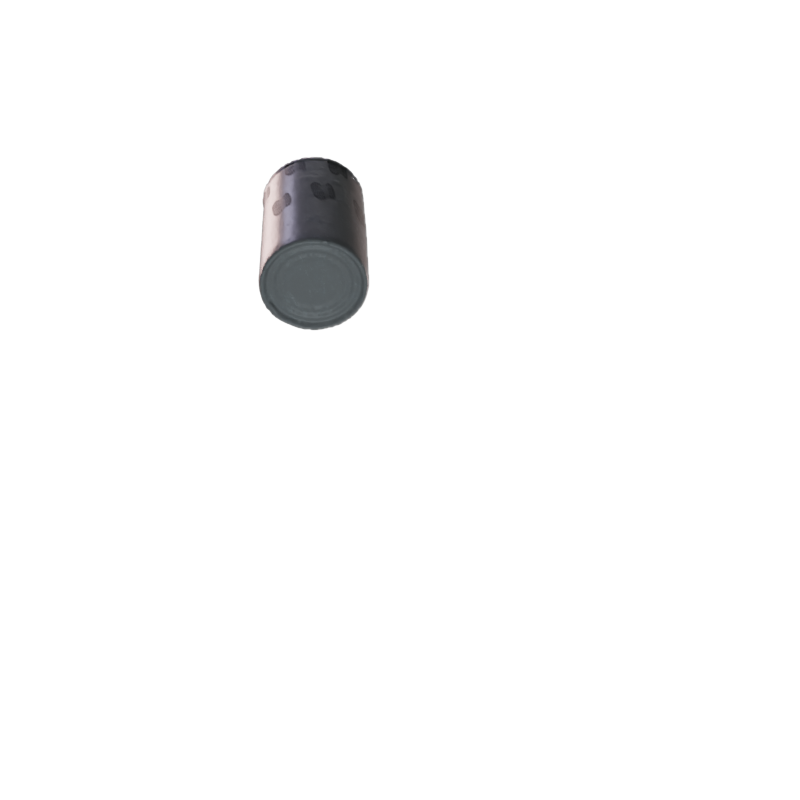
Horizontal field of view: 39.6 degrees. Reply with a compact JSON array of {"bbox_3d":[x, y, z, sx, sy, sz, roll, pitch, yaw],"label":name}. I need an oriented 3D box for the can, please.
[{"bbox_3d":[-0.055,-0.100,0.701,0.068,0.064,0.109,-1,37,-3],"label":"can"}]
